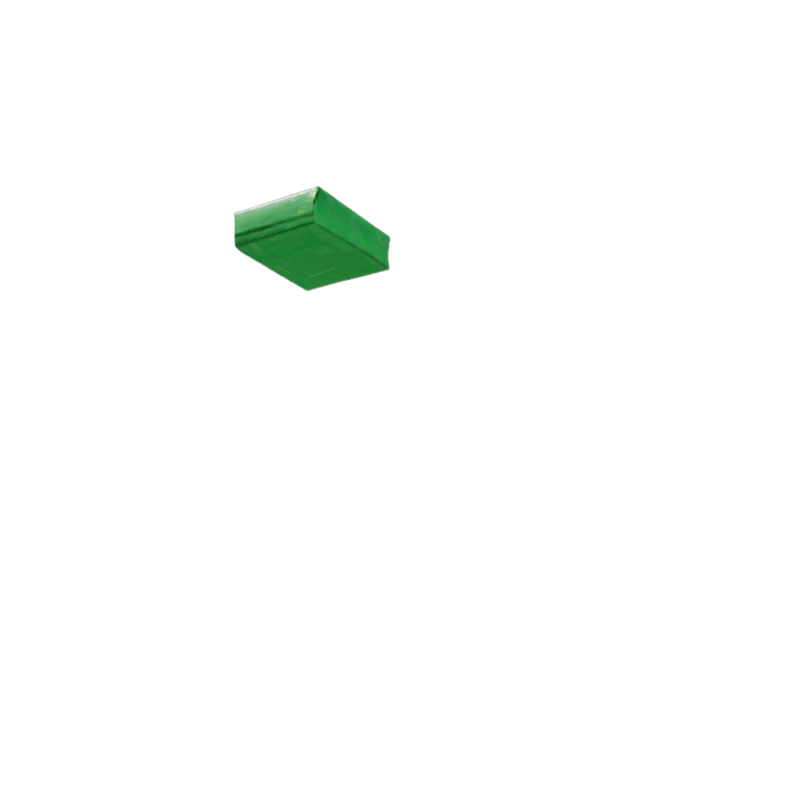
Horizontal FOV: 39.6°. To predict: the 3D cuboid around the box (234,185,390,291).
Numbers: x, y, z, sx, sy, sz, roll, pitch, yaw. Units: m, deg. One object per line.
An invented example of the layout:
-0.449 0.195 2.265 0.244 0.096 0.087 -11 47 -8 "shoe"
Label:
-0.075 -0.136 0.952 0.091 0.041 0.106 -12 -22 31 "box"
